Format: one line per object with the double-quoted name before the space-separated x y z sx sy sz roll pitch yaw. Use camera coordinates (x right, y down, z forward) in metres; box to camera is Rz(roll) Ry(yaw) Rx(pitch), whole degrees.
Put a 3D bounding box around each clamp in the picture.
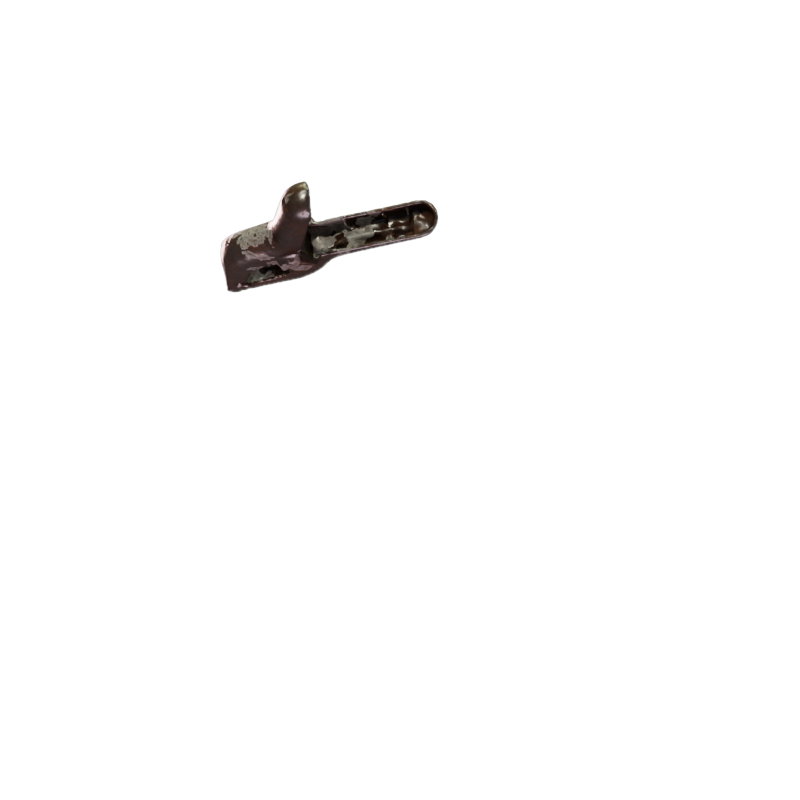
"clamp" -0.059 -0.108 0.760 0.115 0.040 0.173 6 -12 -31
